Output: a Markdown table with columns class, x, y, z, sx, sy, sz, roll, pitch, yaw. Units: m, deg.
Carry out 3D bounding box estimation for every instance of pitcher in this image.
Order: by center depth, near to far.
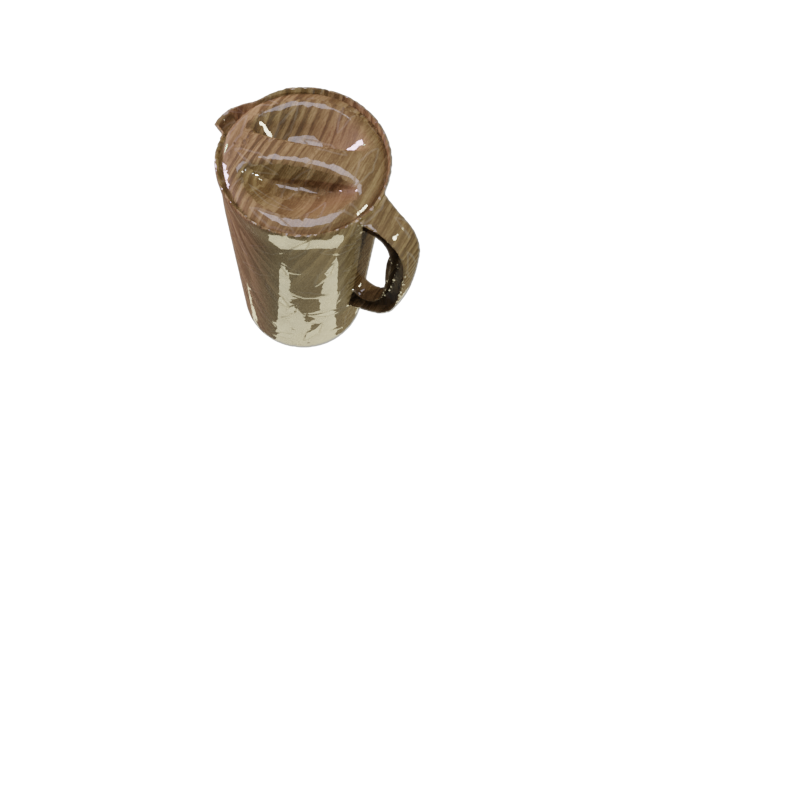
| class | x | y | z | sx | sy | sz | roll | pitch | yaw |
| --- | --- | --- | --- | --- | --- | --- | --- | --- | --- |
| pitcher | -0.072 | -0.132 | 0.922 | 0.144 | 0.158 | 0.230 | -7 | -23 | -6 |
